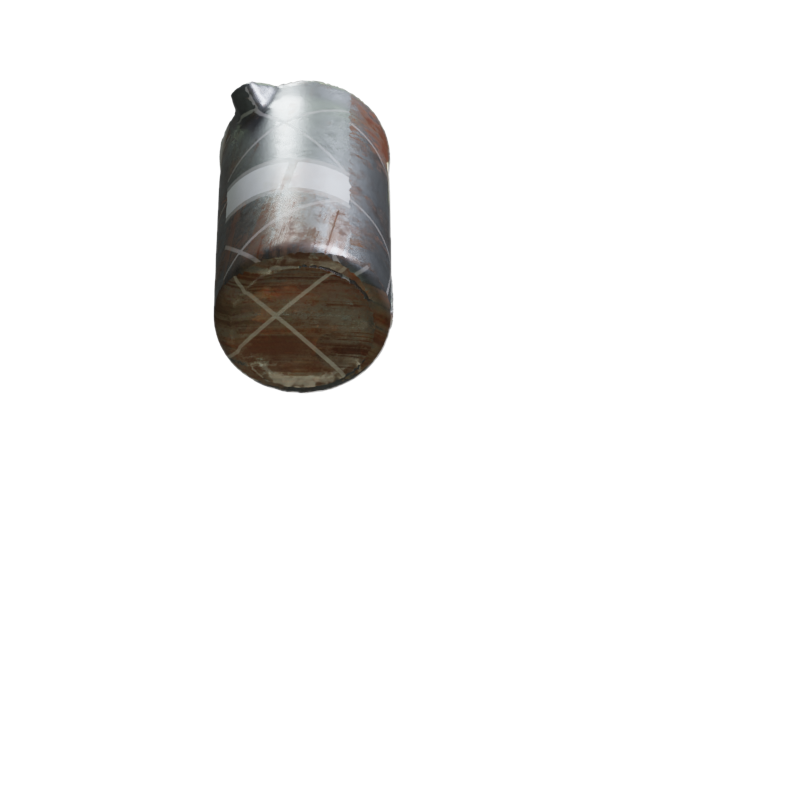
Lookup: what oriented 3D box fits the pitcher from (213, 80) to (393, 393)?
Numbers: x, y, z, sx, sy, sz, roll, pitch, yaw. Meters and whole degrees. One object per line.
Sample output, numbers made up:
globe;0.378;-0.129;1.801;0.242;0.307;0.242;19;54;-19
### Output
pitcher;-0.060;-0.110;0.770;0.147;0.137;0.259;9;34;-9
